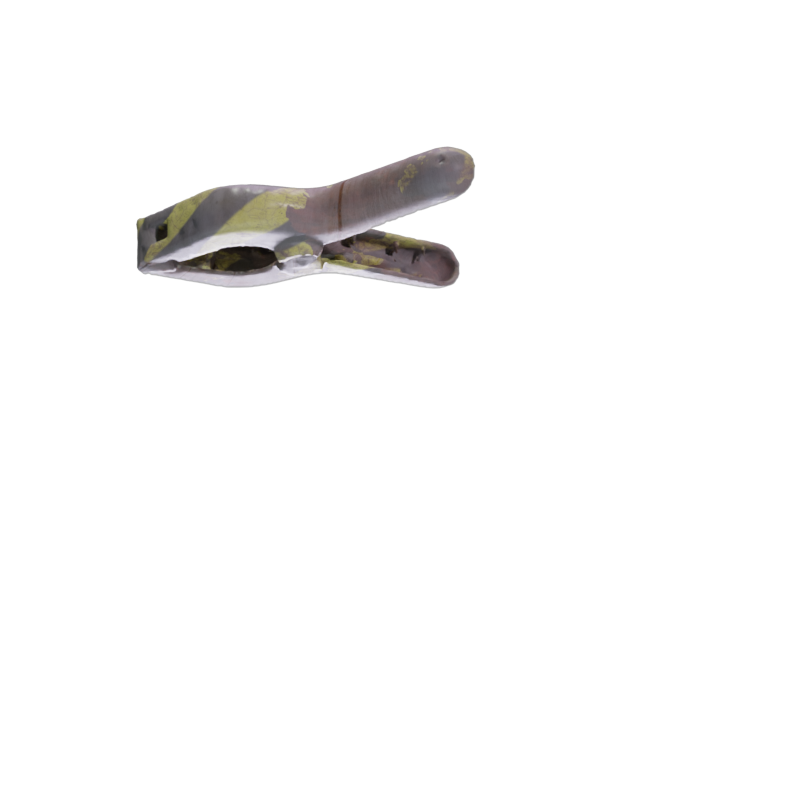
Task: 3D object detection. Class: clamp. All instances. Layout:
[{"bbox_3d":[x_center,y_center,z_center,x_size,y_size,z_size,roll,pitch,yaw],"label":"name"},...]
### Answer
[{"bbox_3d":[-0.044,-0.080,0.563,0.173,0.042,0.112,-5,-27,9],"label":"clamp"}]
